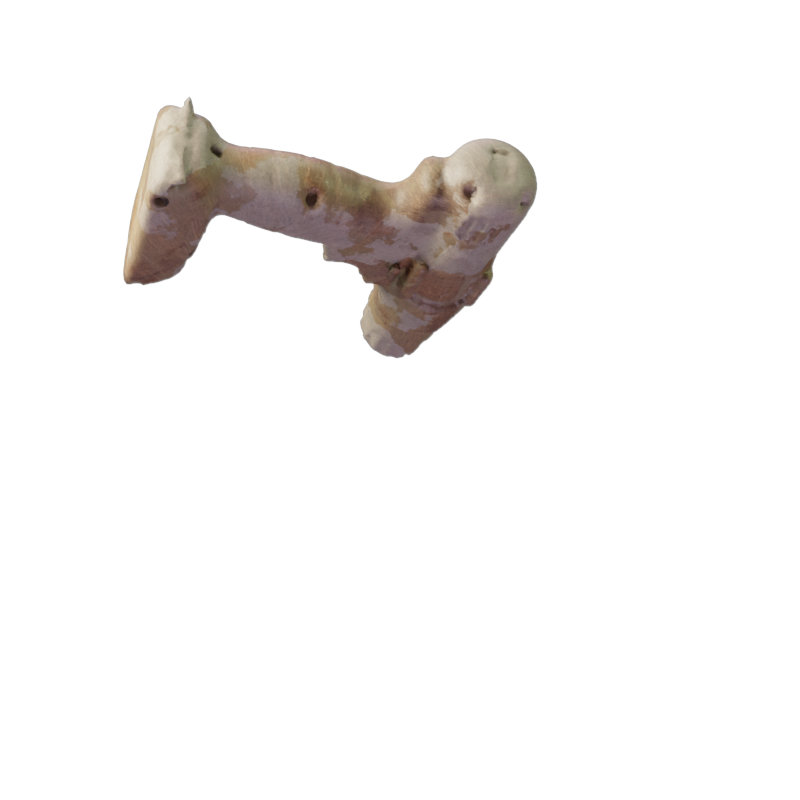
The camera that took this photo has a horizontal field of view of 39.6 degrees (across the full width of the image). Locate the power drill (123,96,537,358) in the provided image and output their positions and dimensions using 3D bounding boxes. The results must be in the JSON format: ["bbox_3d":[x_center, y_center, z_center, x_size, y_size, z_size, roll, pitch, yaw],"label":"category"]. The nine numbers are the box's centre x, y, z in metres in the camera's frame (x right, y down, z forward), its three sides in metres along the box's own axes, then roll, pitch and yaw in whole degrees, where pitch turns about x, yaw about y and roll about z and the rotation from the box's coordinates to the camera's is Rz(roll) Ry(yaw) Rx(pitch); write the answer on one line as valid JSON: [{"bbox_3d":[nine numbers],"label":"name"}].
[{"bbox_3d":[-0.045,-0.082,0.577,0.184,0.061,0.177,8,-29,-15],"label":"power drill"}]
